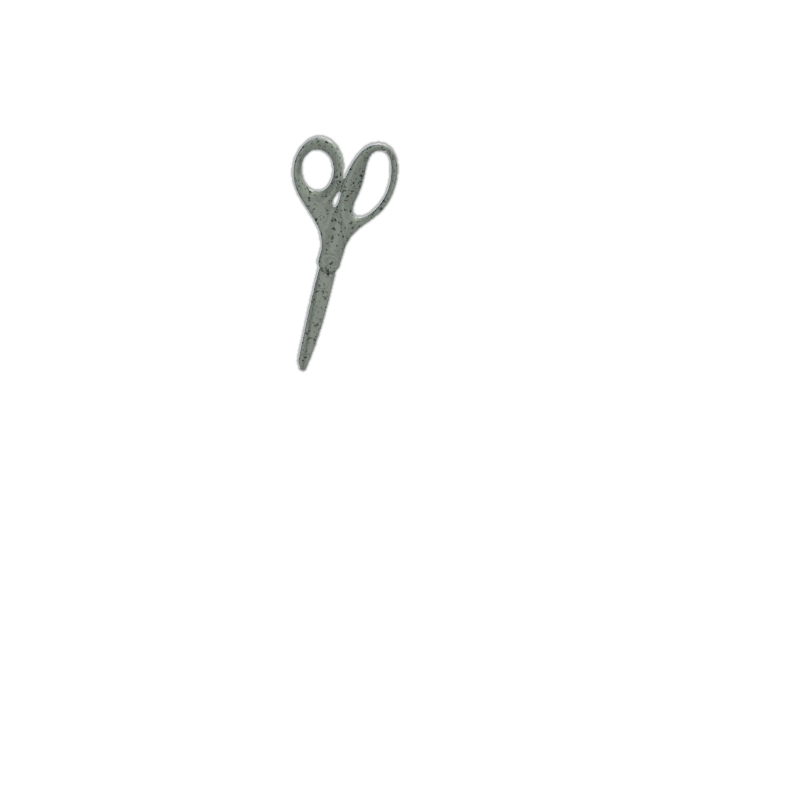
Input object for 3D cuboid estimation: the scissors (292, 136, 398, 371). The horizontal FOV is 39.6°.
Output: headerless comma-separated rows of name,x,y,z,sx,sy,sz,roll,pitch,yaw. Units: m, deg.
scissors,-0.073,-0.133,0.932,0.096,0.200,0.016,30,4,-3
